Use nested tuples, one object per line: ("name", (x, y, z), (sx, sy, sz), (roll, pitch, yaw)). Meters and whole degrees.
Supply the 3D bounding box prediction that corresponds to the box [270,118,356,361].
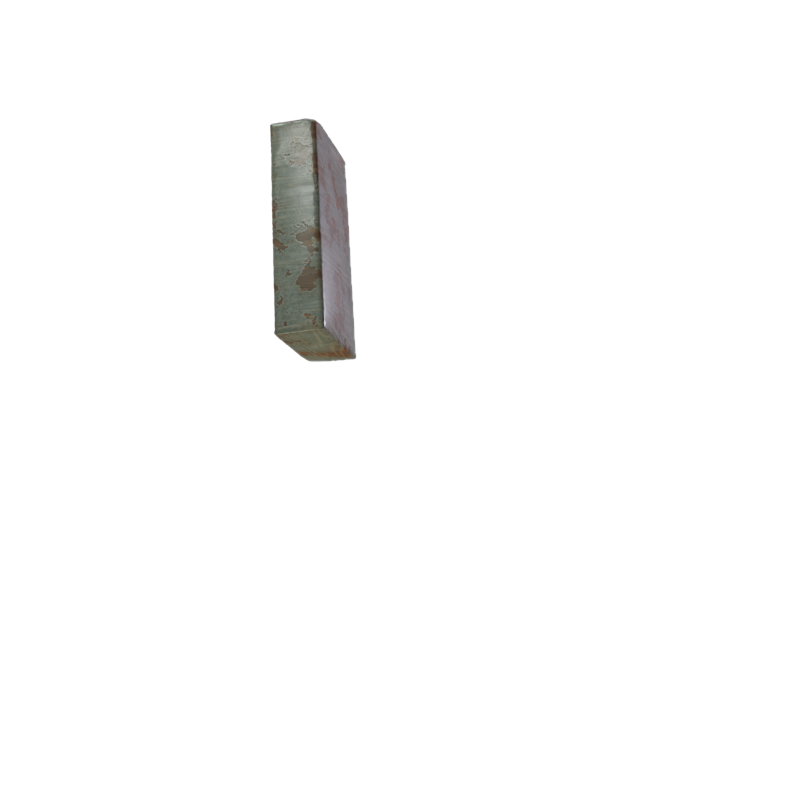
("box", (-0.069, -0.126, 0.882), (0.049, 0.184, 0.088), (-6, -19, 13))
